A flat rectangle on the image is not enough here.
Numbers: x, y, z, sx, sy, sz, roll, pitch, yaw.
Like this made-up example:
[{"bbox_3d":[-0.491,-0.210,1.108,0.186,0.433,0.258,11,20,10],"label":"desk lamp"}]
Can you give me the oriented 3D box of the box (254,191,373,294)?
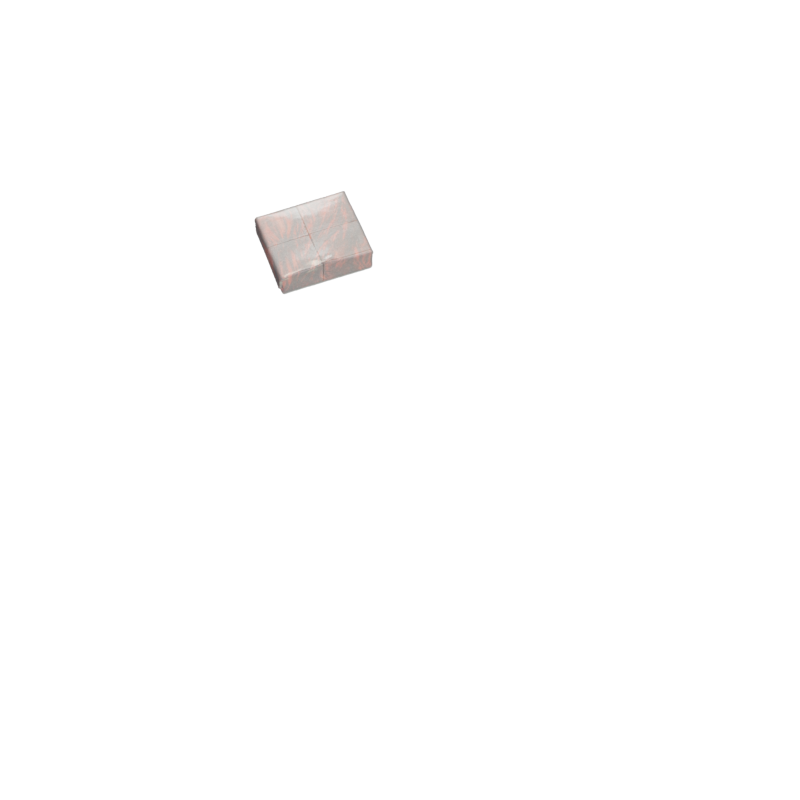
[{"bbox_3d":[-0.078,-0.143,1.000,0.089,0.079,0.028,-18,-31,-12],"label":"box"}]
